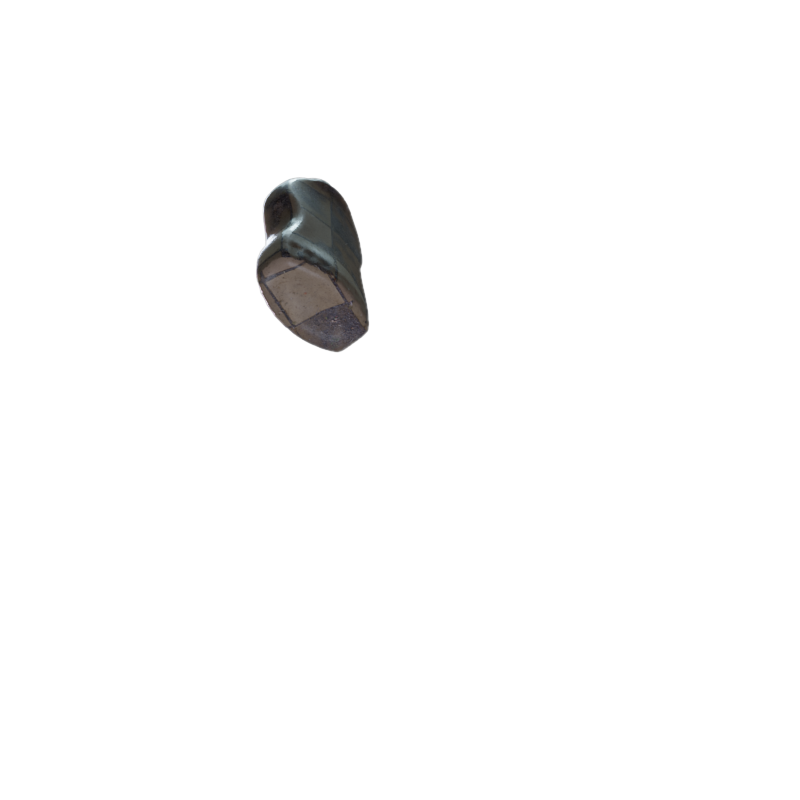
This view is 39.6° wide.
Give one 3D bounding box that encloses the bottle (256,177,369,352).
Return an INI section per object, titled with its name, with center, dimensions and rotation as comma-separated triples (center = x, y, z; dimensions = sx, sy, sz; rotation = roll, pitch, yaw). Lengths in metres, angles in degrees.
[bottle]
center = -0.070, -0.127, 0.893
dimensions = 0.058, 0.205, 0.091
rotation = -39, -61, 22
